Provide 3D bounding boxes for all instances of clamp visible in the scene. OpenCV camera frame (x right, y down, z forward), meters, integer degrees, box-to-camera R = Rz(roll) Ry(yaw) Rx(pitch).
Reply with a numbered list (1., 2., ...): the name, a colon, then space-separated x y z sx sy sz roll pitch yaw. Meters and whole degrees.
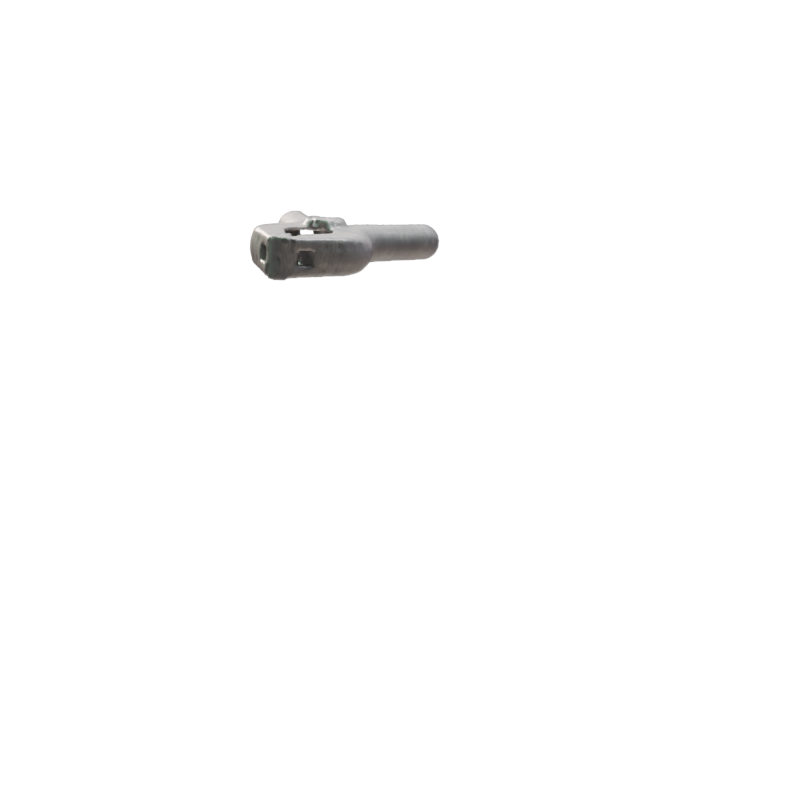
1. clamp: -0.059 -0.107 0.750 0.124 0.039 0.168 5 11 26
